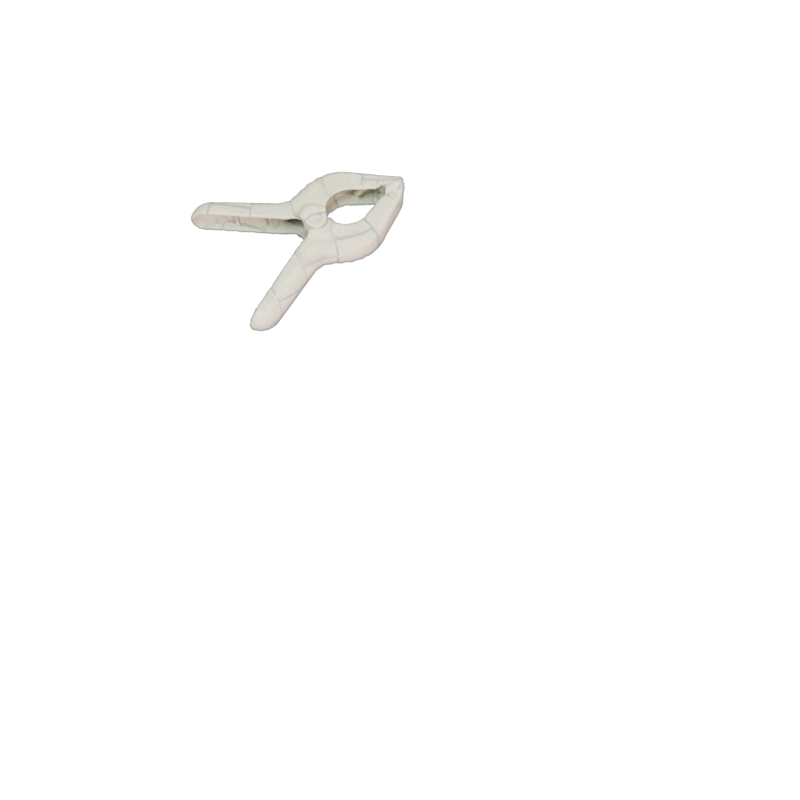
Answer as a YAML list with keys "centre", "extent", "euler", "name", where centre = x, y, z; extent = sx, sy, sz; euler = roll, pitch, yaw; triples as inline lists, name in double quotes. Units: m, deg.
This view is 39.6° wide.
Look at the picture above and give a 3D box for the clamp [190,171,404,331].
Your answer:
- centre: [-0.069, -0.125, 0.876]
  extent: [0.171, 0.127, 0.037]
  euler: [-19, -21, -8]
  name: "clamp"
